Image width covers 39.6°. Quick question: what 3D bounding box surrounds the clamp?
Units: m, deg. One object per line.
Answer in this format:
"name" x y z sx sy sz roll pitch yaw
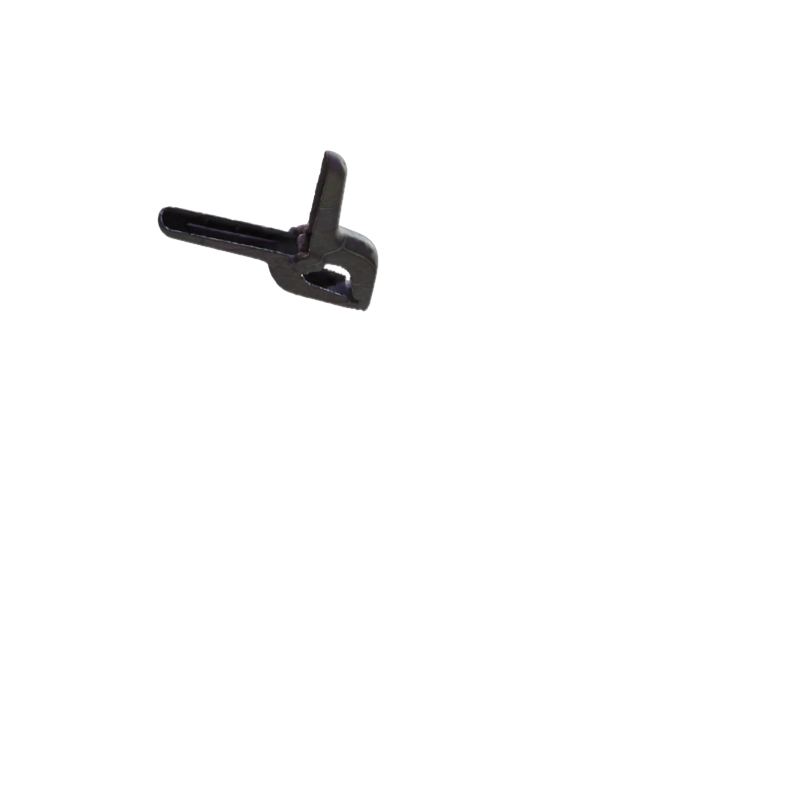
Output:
"clamp" -0.071 -0.130 0.910 0.166 0.039 0.195 -16 -30 31
